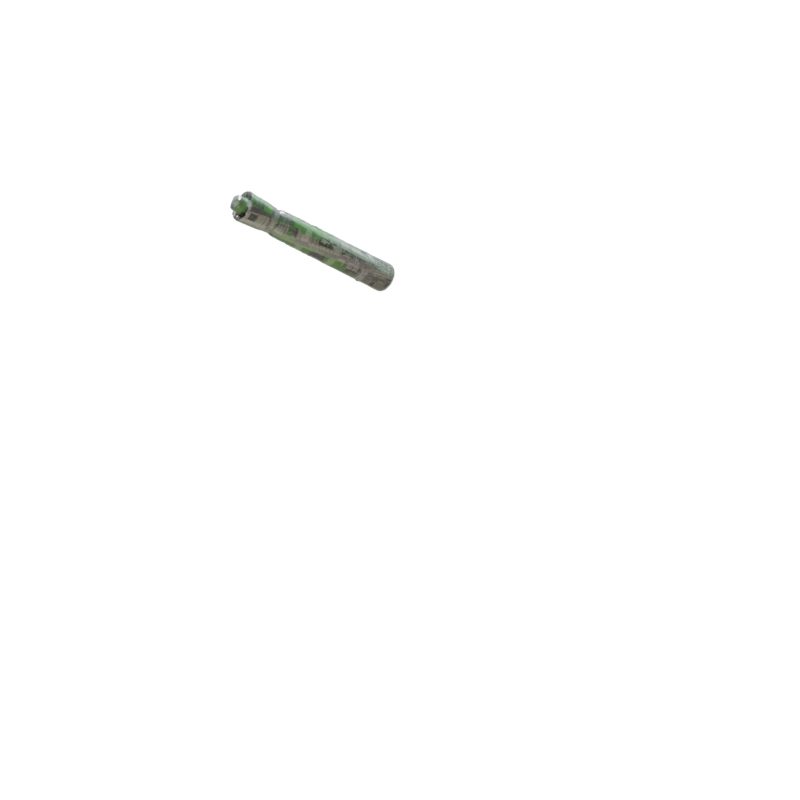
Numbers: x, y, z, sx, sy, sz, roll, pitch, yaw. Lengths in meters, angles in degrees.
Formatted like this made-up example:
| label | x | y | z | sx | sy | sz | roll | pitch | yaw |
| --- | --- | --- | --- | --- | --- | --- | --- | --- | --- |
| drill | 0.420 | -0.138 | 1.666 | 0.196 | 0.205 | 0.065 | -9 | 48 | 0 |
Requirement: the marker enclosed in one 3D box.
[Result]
| label | x | y | z | sx | sy | sz | roll | pitch | yaw |
| --- | --- | --- | --- | --- | --- | --- | --- | --- | --- |
| marker | -0.053 | -0.096 | 0.672 | 0.114 | 0.020 | 0.021 | 23 | -11 | -35 |
